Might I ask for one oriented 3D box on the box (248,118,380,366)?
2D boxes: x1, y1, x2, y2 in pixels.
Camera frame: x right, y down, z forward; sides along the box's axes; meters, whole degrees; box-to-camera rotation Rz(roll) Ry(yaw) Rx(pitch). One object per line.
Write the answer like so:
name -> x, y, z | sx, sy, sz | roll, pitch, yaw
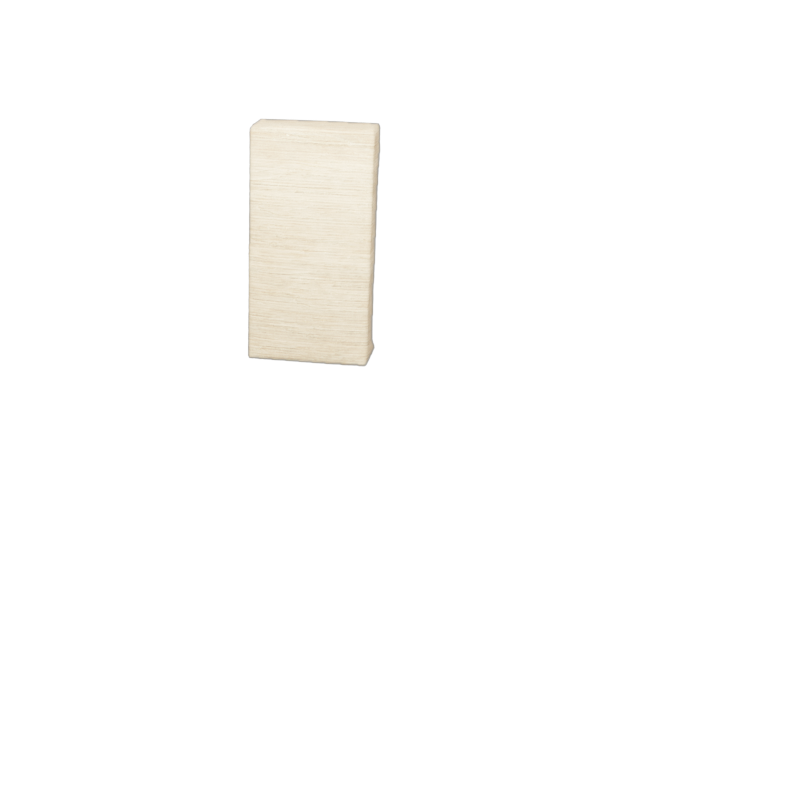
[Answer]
box -> -0.064, -0.117, 0.819 | 0.094, 0.170, 0.049 | 3, 17, 8
